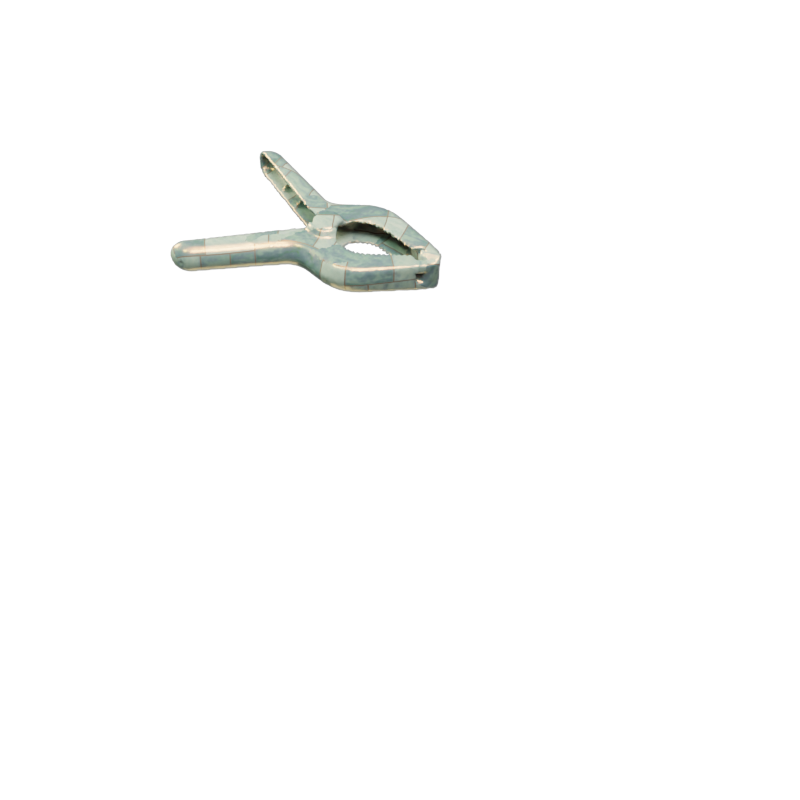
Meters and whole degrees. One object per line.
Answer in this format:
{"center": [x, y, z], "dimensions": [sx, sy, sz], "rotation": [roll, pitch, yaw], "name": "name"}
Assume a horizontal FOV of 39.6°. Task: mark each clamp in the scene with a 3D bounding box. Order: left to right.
{"center": [-0.071, -0.130, 0.909], "dimensions": [0.220, 0.034, 0.169], "rotation": [23, 49, 22], "name": "clamp"}
